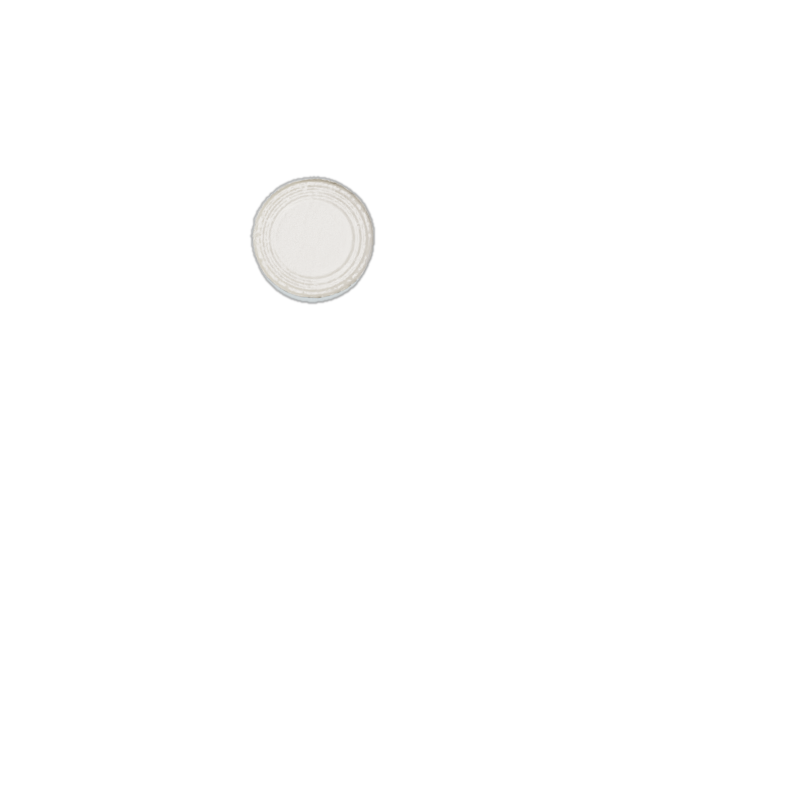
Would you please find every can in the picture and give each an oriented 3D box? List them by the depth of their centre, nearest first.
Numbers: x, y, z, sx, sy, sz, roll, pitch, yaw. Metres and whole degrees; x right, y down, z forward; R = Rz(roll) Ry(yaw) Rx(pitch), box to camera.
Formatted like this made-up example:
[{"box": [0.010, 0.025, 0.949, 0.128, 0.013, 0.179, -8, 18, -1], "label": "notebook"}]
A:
[{"box": [-0.062, -0.113, 0.788, 0.086, 0.088, 0.033, 0, -10, -1], "label": "can"}]
